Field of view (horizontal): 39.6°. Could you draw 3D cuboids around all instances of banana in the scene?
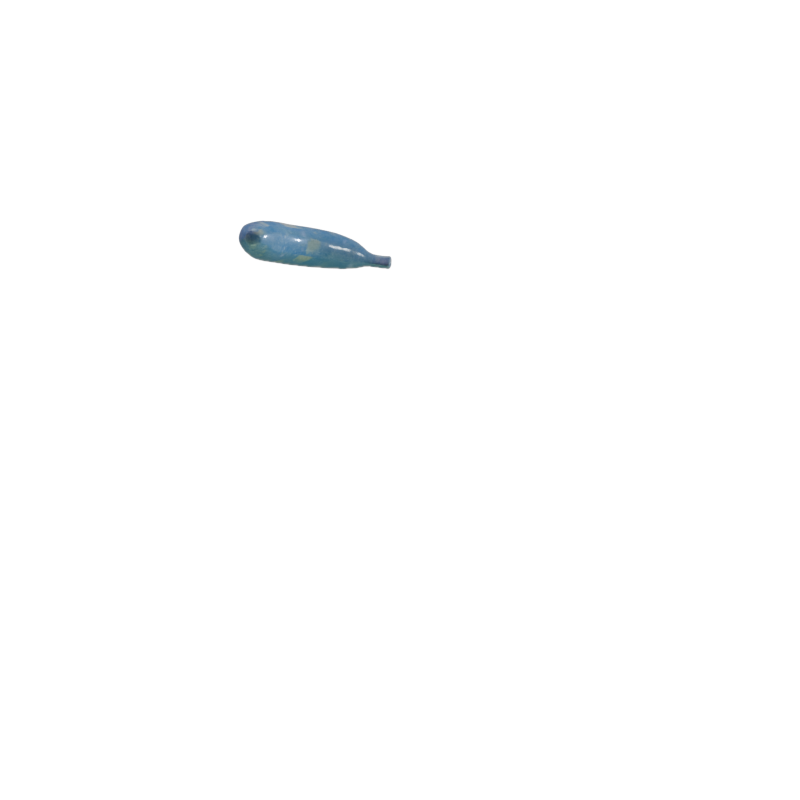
[{"bbox_3d":[-0.091,-0.143,1.015,0.072,0.037,0.189,0,1,38],"label":"banana"}]
